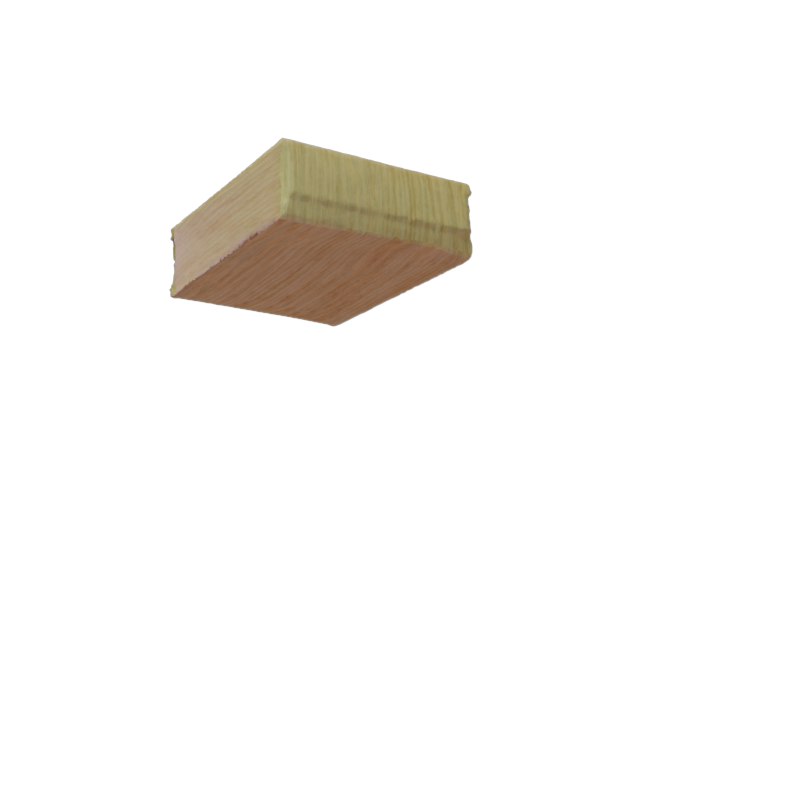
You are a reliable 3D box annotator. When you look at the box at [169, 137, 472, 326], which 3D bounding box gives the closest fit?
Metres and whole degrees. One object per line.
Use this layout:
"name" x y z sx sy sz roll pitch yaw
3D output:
"box" -0.037 -0.068 0.478 0.086 0.041 0.113 10 -20 -31
